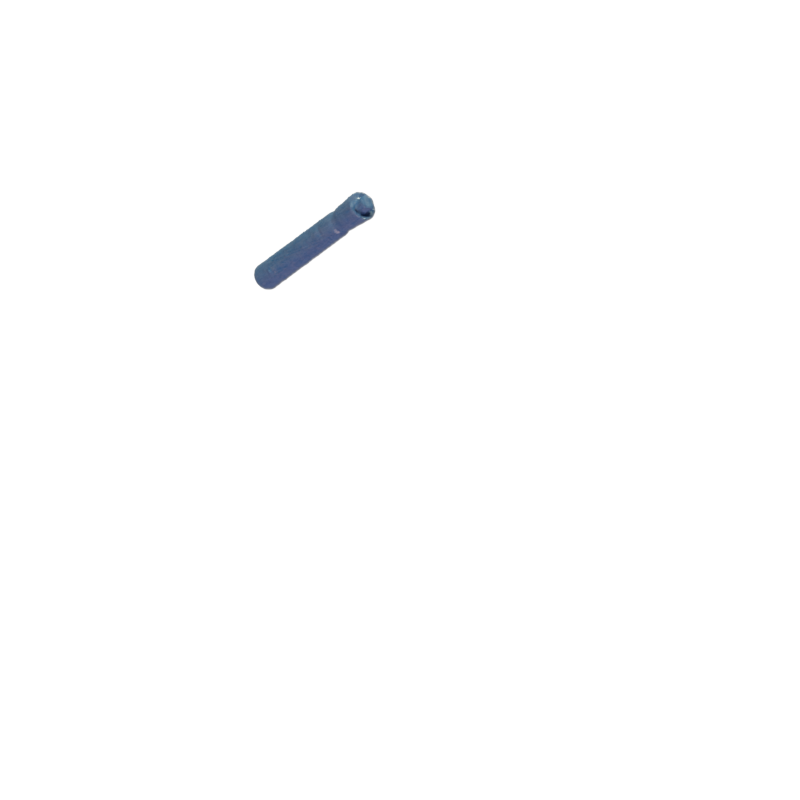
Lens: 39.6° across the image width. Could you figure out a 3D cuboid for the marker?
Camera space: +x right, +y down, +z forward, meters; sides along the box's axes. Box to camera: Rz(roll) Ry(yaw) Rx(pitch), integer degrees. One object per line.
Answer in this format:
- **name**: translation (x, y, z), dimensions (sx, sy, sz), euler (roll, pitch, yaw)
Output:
- **marker**: translation (-0.055, -0.101, 0.705), dimensions (0.019, 0.021, 0.120), euler (-2, -16, -39)
